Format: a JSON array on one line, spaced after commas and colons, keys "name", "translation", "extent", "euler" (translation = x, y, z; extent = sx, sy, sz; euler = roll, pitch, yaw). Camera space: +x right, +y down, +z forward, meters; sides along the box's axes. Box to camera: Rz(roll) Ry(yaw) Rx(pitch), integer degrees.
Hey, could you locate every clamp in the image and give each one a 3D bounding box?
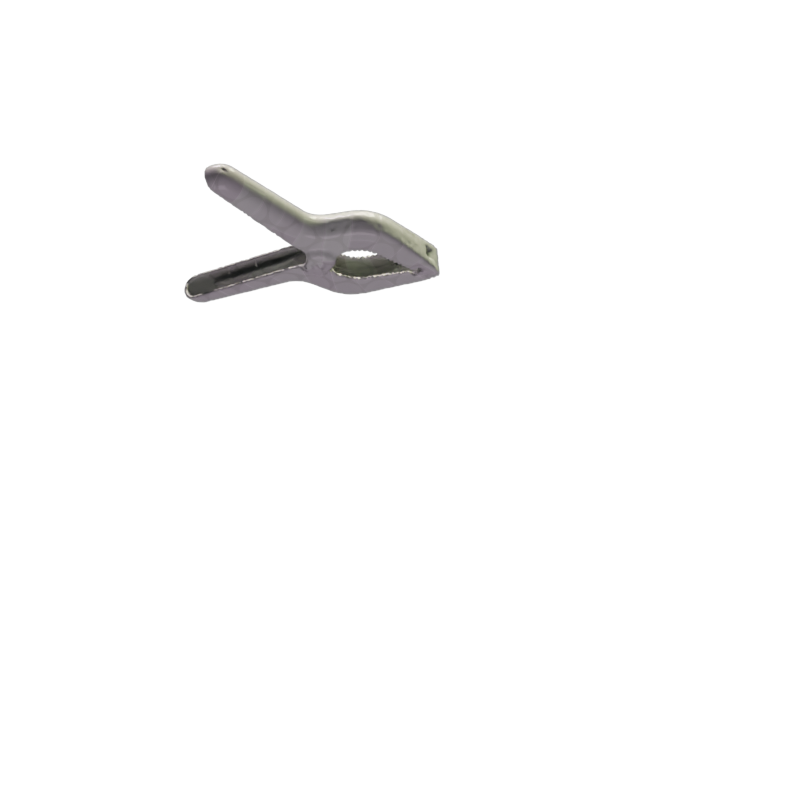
[{"name": "clamp", "translation": [-0.070, -0.128, 0.893], "extent": [0.209, 0.039, 0.155], "euler": [3, -31, -5]}]
